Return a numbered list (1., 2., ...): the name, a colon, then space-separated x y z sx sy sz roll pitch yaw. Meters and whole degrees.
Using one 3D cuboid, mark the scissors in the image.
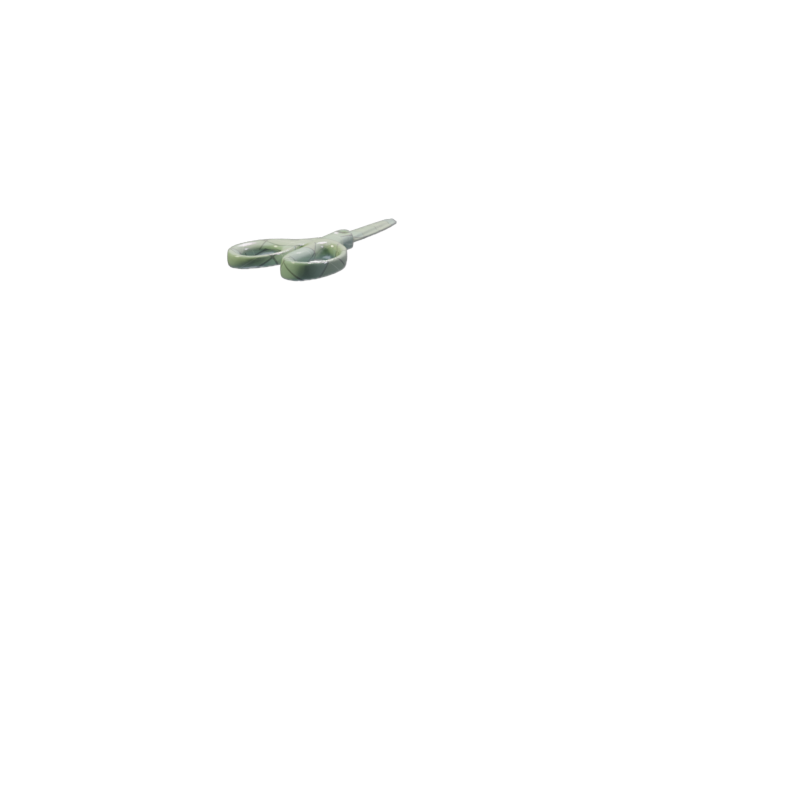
1. scissors: -0.066 -0.121 0.849 0.098 0.015 0.206 3 19 10
